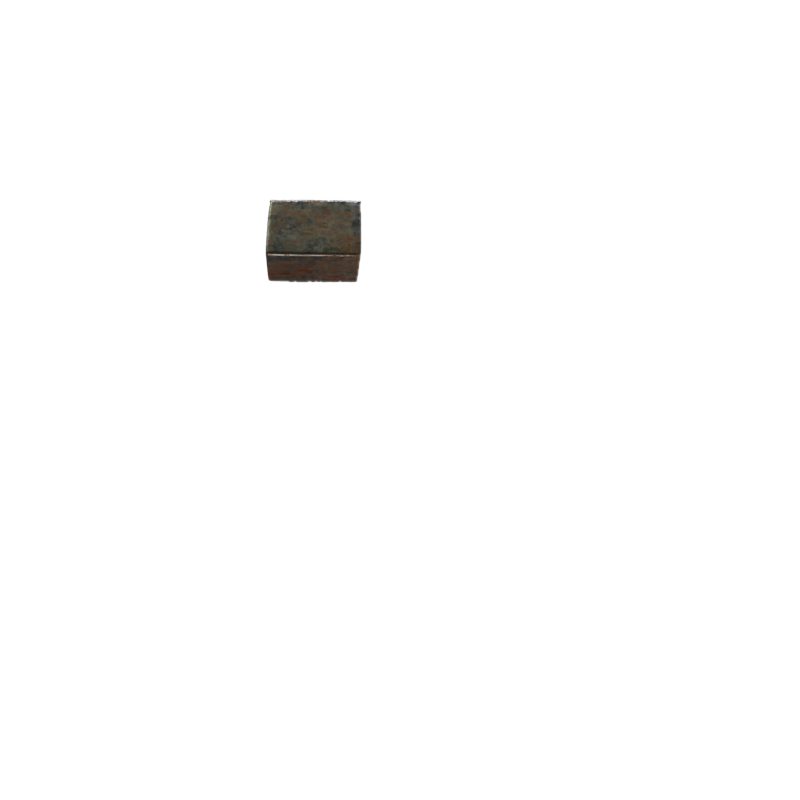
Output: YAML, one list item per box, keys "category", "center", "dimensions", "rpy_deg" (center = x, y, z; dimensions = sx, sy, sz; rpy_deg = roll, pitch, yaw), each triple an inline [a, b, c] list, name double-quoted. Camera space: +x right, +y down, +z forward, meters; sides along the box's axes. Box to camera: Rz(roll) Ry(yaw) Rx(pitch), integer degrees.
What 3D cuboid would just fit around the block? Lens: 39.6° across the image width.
- category: "block"
  center: [-0.072, -0.132, 0.922]
  dimensions: [0.078, 0.054, 0.050]
  rpy_deg: [1, -24, -3]
